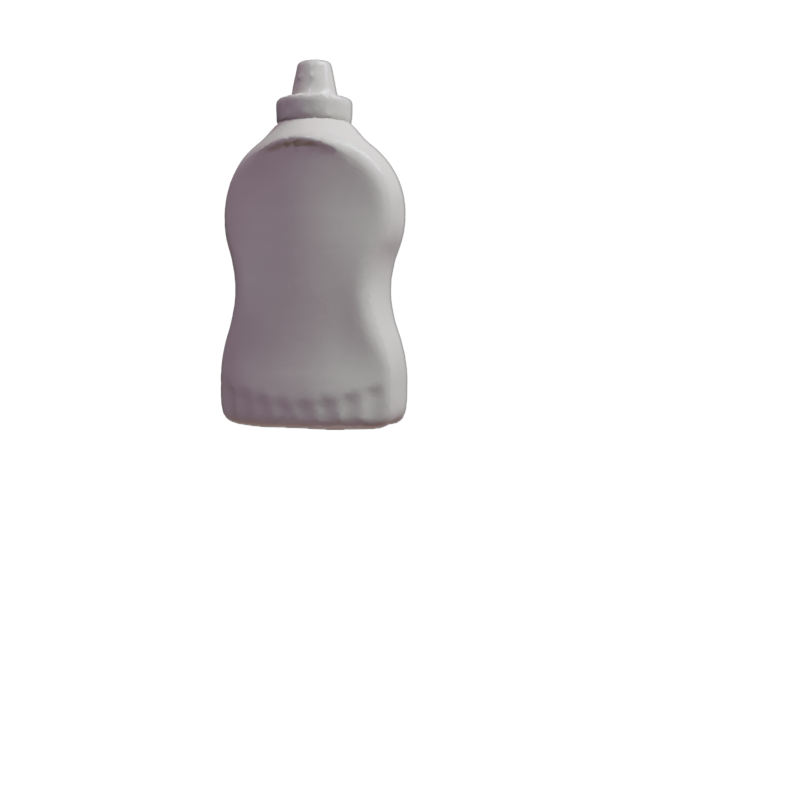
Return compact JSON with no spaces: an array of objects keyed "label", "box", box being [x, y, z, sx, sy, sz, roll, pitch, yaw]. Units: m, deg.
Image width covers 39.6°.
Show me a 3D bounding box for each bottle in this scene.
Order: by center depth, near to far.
[{"label":"bottle","box":[-0.046,-0.083,0.585,0.098,0.193,0.056,-1,-3,21]}]
